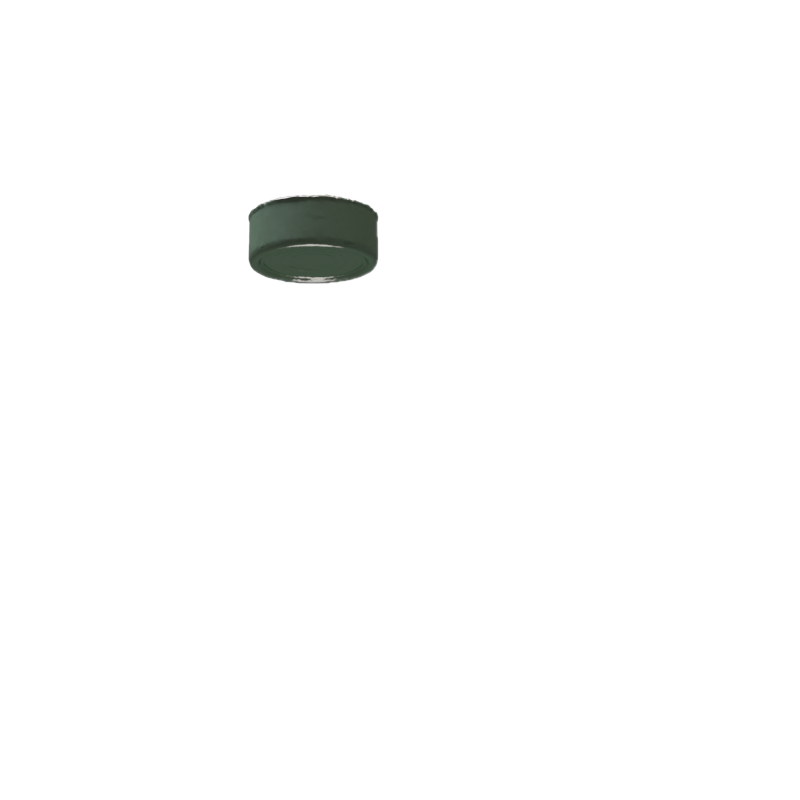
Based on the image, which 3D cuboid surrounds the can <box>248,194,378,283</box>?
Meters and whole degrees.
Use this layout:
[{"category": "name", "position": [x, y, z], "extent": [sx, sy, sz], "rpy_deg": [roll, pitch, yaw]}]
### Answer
[{"category": "can", "position": [-0.057, -0.104, 0.725], "extent": [0.086, 0.035, 0.083], "rpy_deg": [0, -13, -2]}]
